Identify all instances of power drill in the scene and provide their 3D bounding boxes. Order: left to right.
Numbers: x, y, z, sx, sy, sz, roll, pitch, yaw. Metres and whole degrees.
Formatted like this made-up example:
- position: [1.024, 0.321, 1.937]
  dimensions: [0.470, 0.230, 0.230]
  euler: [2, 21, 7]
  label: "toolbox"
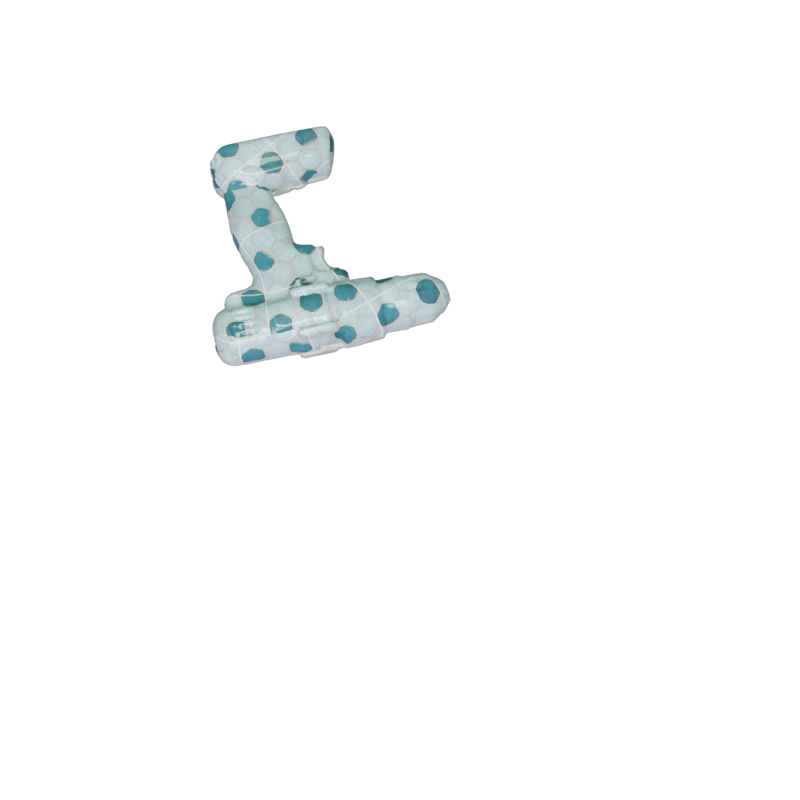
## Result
- position: [-0.069, -0.126, 0.885]
  dimensions: [0.183, 0.200, 0.054]
  euler: [-12, -28, -7]
  label: "power drill"
